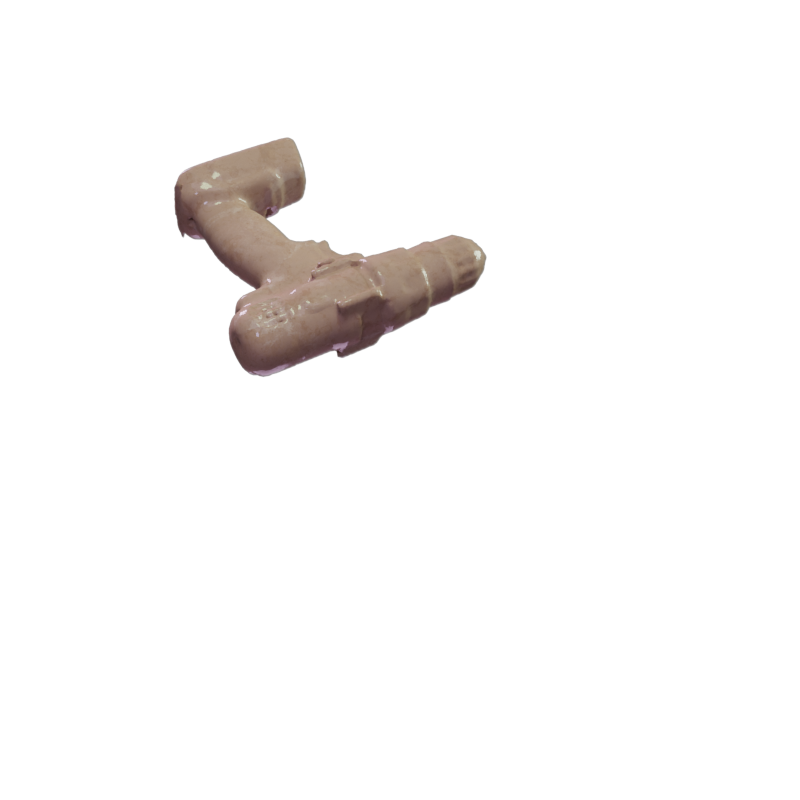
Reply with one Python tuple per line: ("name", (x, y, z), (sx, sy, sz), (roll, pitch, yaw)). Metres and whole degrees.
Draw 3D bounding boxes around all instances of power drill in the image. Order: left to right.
("power drill", (-0.060, -0.110, 0.767), (0.183, 0.053, 0.203), (-22, 47, -22))
